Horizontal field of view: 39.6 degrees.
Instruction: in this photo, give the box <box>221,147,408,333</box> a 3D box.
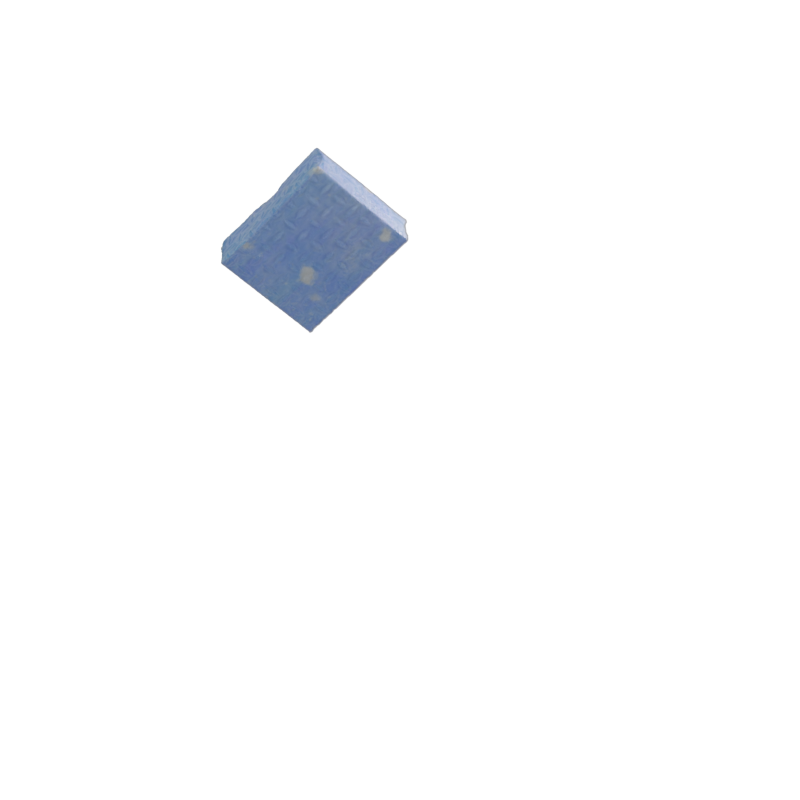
[{"bbox_3d":[-0.052,-0.094,0.659,0.070,0.088,0.032,38,24,-22],"label":"box"}]
